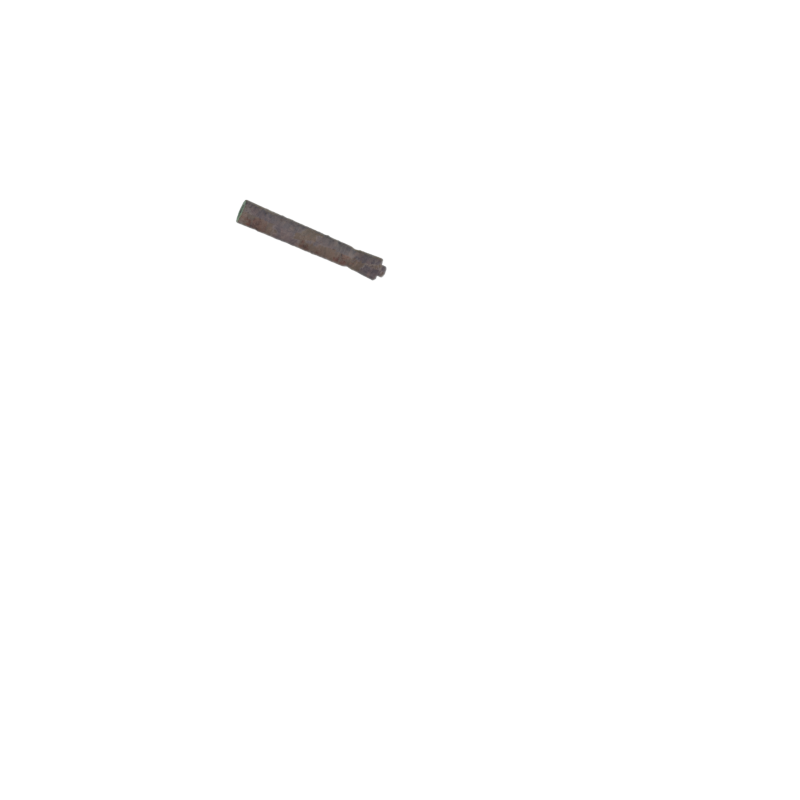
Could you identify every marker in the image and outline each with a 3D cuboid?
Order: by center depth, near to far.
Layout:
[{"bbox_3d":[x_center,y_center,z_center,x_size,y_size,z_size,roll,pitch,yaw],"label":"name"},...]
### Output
[{"bbox_3d":[-0.066,-0.120,0.843,0.118,0.020,0.020,22,-1,-11],"label":"marker"}]
